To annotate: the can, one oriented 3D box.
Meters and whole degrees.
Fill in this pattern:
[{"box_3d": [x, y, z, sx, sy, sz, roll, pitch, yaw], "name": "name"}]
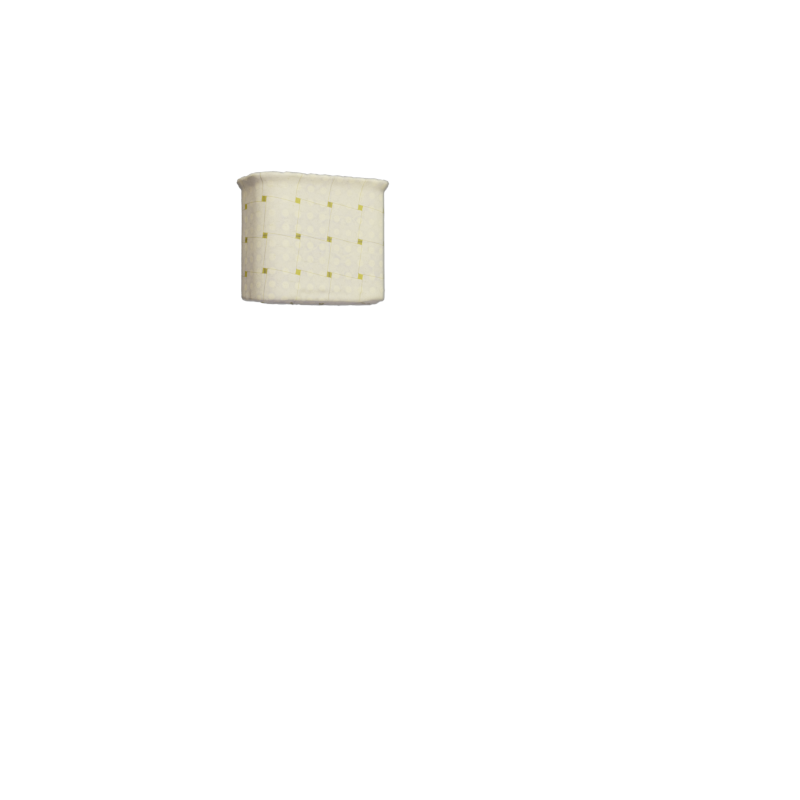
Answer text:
[{"box_3d": [-0.059, -0.107, 0.750, 0.098, 0.085, 0.059, 1, -3, -28], "name": "can"}]
